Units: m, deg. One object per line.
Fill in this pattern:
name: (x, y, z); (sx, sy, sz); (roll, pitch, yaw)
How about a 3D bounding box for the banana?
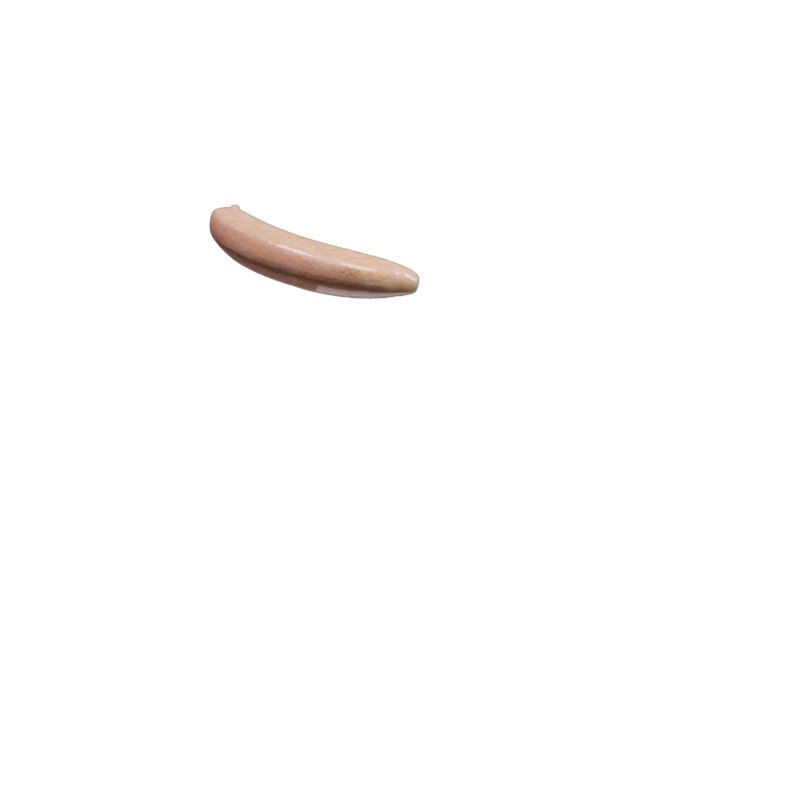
banana: (-0.081, -0.114, 0.837); (0.210, 0.034, 0.070); (27, 42, 33)
